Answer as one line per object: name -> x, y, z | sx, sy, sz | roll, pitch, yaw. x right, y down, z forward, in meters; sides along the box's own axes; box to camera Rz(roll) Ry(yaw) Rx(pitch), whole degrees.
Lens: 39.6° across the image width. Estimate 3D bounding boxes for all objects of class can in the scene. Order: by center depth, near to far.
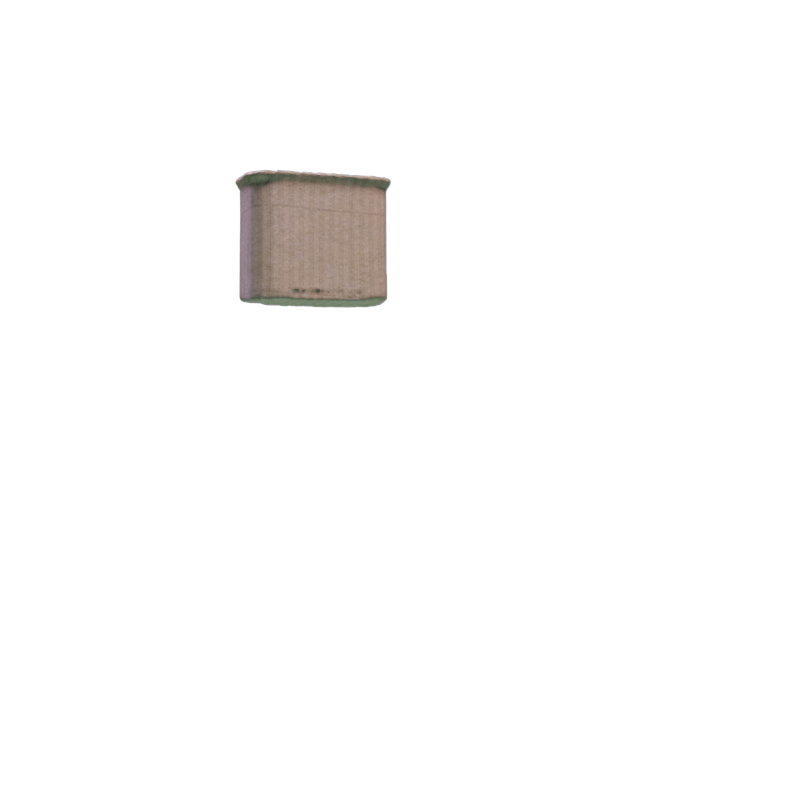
can -> -0.058, -0.106, 0.740 | 0.099, 0.085, 0.058 | 1, -5, -21
